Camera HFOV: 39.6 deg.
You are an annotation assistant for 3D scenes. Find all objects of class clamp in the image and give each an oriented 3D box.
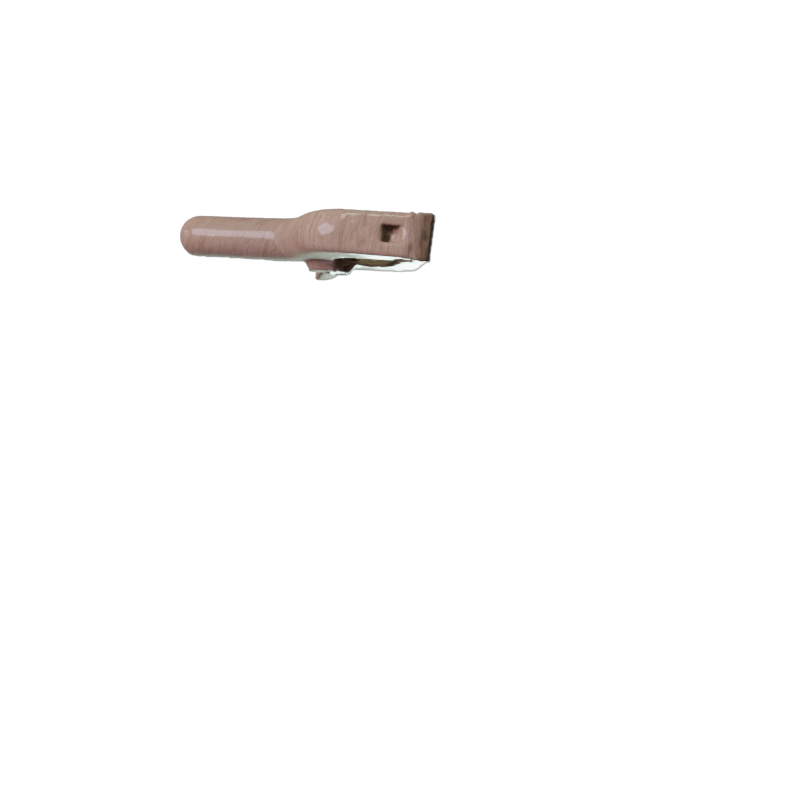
[{"bbox_3d":[-0.051,-0.094,0.657,0.116,0.040,0.176,0,0,-32],"label":"clamp"}]
